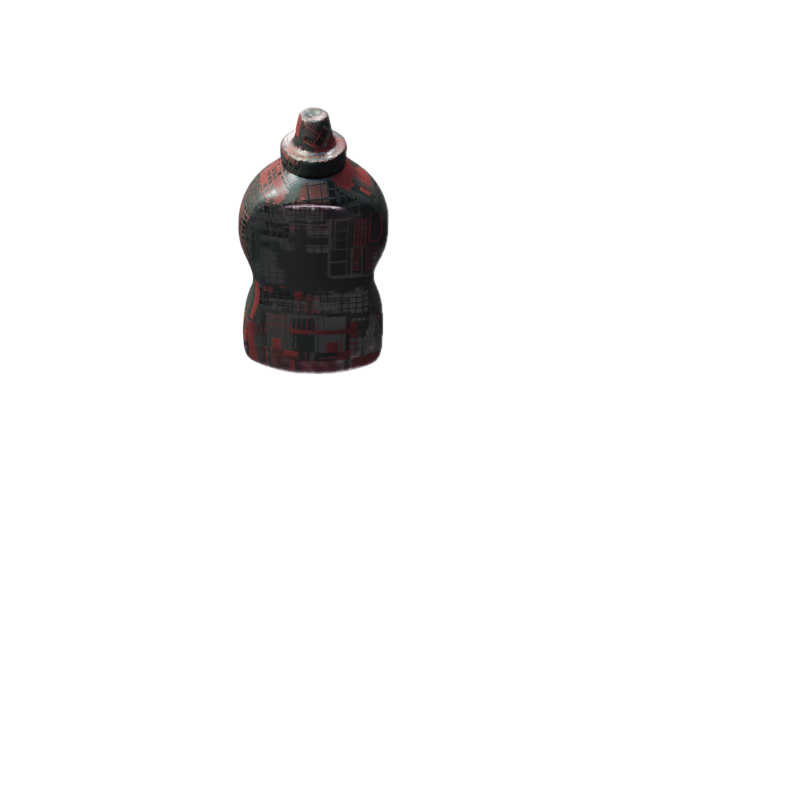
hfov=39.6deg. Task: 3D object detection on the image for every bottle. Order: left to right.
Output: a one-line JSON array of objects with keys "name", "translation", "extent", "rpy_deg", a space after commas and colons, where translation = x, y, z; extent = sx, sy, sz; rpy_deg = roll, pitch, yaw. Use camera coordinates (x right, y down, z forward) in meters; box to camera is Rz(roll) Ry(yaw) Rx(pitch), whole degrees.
[{"name": "bottle", "translation": [-0.056, -0.103, 0.719], "extent": [0.096, 0.179, 0.062], "rpy_deg": [4, 42, 1]}]
